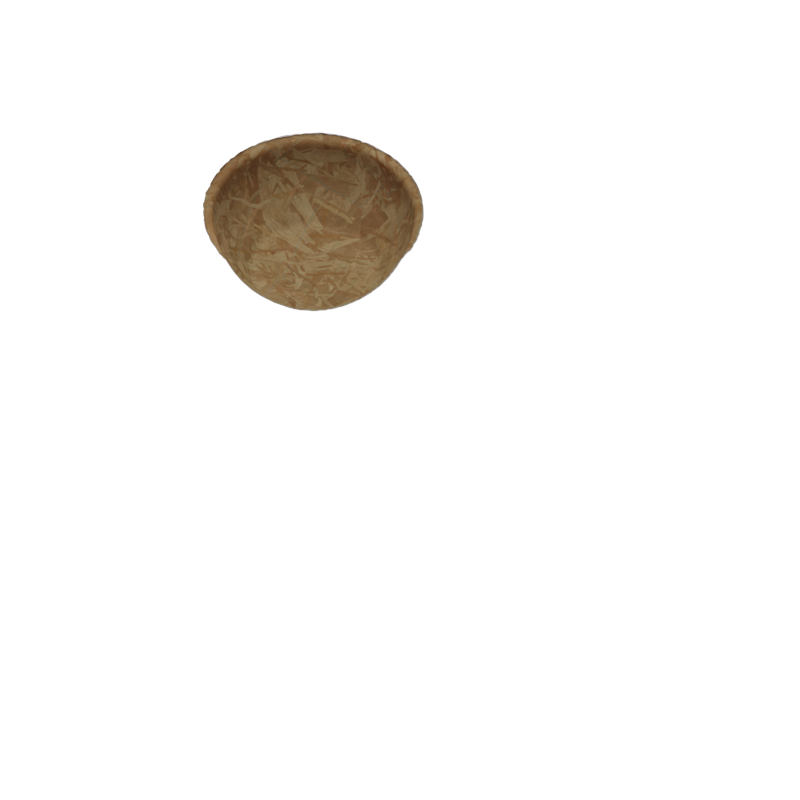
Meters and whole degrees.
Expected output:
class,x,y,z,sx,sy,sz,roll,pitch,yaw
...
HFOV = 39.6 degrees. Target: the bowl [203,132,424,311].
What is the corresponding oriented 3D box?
class,x,y,z,sx,sy,sz,roll,pitch,yaw
bowl,-0.062,-0.114,0.796,0.162,0.059,0.151,1,-39,-1
